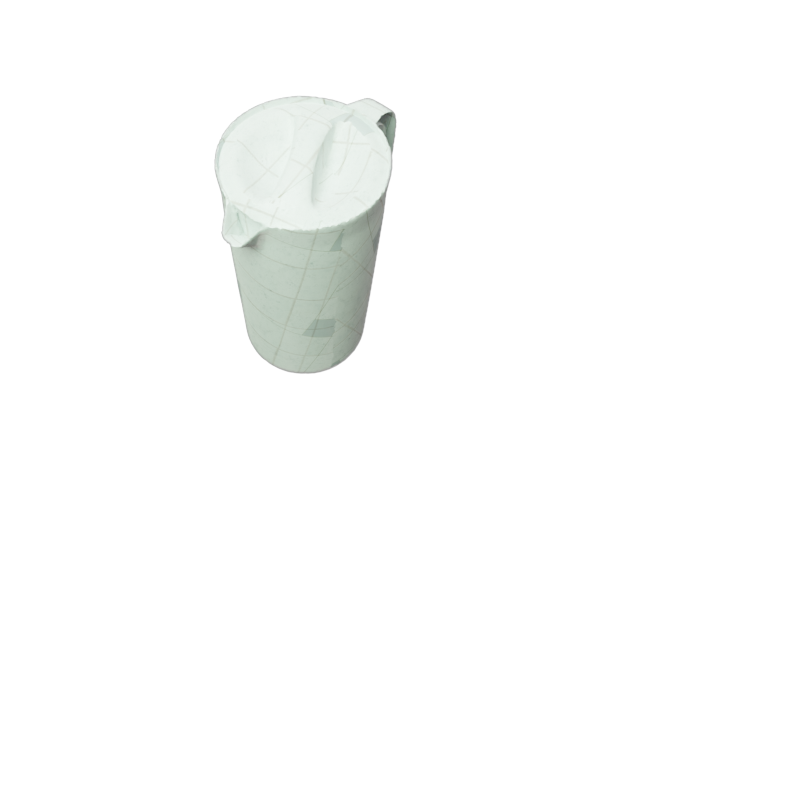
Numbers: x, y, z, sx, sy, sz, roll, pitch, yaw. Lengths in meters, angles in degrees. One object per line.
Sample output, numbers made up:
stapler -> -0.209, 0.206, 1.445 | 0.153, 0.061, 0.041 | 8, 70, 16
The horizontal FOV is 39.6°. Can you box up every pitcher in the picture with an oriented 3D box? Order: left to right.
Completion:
pitcher -> -0.072, -0.132, 0.924 | 0.148, 0.155, 0.228 | -5, -31, -6
